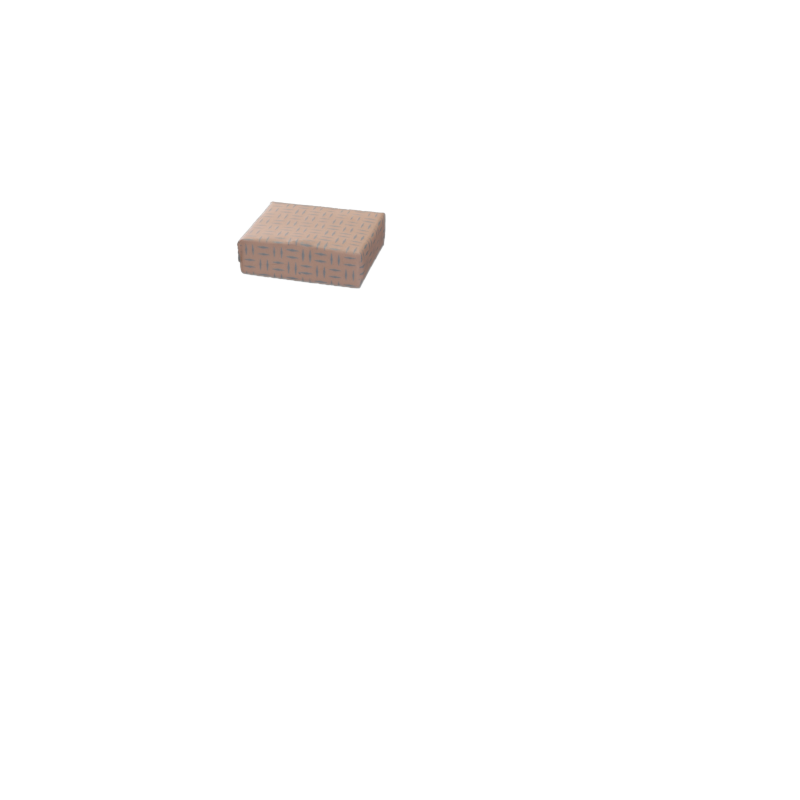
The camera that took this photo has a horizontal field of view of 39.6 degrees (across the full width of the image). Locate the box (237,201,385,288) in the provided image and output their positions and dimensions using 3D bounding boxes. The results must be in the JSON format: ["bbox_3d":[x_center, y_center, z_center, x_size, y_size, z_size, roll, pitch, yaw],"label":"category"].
[{"bbox_3d":[-0.061,-0.112,0.782,0.091,0.028,0.076,8,31,13],"label":"box"}]
